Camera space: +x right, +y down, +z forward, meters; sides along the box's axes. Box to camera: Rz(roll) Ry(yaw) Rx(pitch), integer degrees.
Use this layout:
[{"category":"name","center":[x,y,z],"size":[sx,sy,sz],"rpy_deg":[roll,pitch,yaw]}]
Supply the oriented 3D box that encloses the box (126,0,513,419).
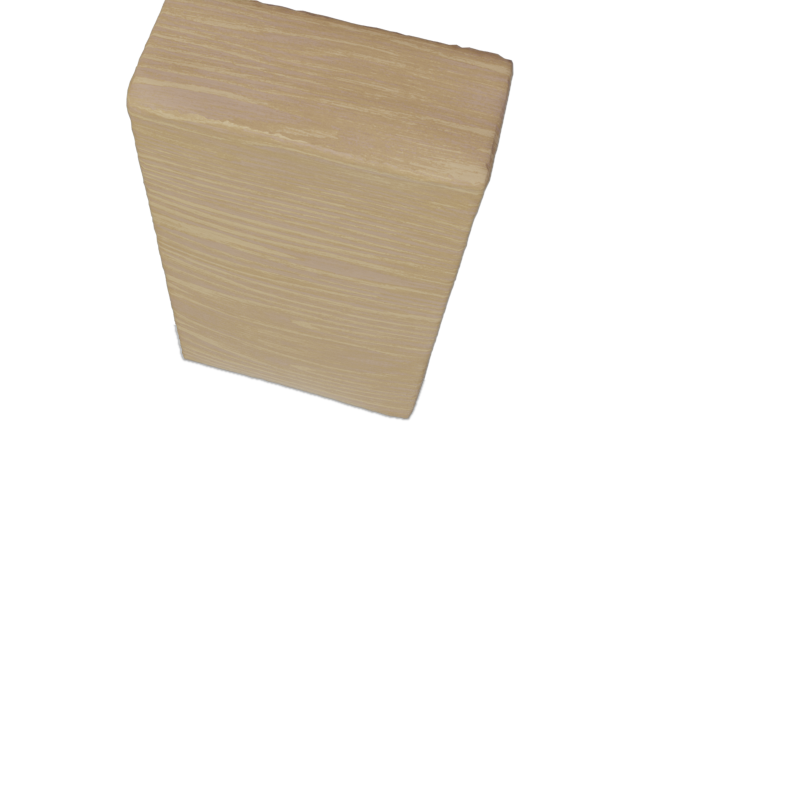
[{"category":"box","center":[-0.027,-0.049,0.348],"size":[0.094,0.050,0.168],"rpy_deg":[15,-19,2]}]
